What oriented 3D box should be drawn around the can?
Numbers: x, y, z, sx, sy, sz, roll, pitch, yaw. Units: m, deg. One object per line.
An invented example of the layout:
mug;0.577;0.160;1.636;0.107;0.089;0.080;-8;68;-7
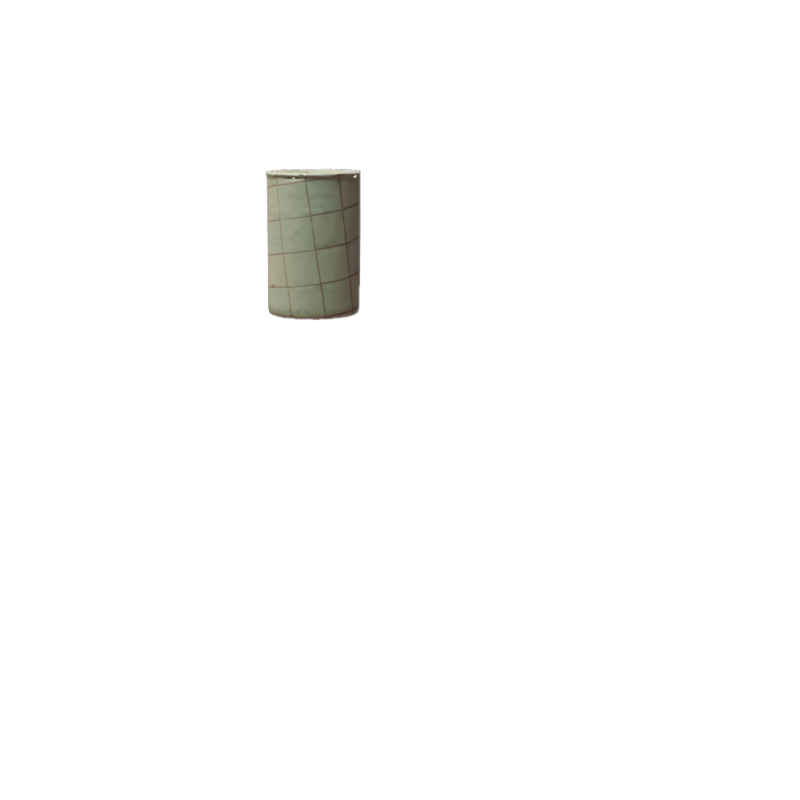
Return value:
can;-0.062;-0.113;0.793;0.068;0.100;0.070;0;9;-2
